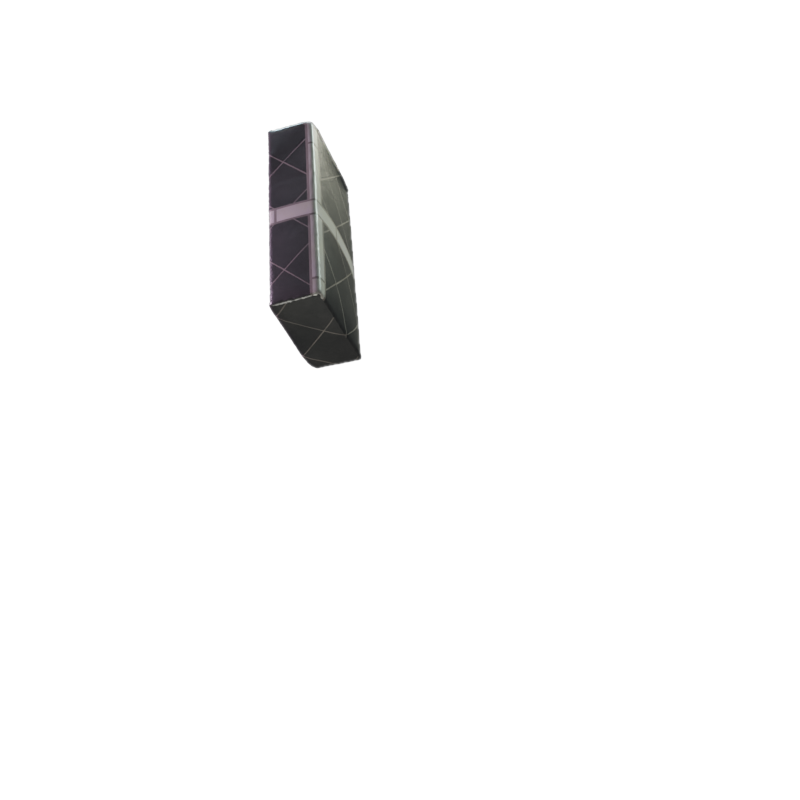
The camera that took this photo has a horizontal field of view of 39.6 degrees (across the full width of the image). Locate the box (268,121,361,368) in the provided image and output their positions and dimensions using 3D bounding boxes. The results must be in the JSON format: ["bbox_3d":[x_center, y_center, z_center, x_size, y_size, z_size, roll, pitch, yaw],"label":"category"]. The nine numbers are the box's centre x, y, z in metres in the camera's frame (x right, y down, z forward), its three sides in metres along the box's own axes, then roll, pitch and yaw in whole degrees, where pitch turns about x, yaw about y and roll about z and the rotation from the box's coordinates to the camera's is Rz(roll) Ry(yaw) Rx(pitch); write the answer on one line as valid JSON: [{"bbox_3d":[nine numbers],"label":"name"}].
[{"bbox_3d":[-0.067,-0.122,0.857,0.048,0.189,0.086,-13,-37,13],"label":"box"}]
